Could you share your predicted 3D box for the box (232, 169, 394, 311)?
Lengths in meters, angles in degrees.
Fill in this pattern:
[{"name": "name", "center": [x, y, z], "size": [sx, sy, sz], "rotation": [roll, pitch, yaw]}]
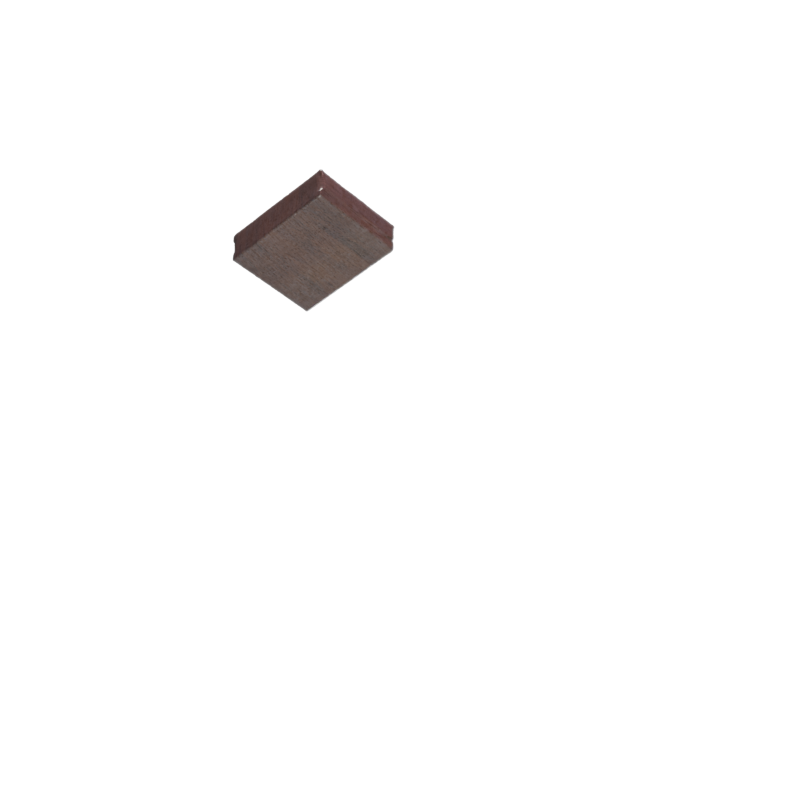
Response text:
[{"name": "box", "center": [-0.060, -0.110, 0.769], "size": [0.088, 0.032, 0.069], "rotation": [-33, -52, 30]}]
